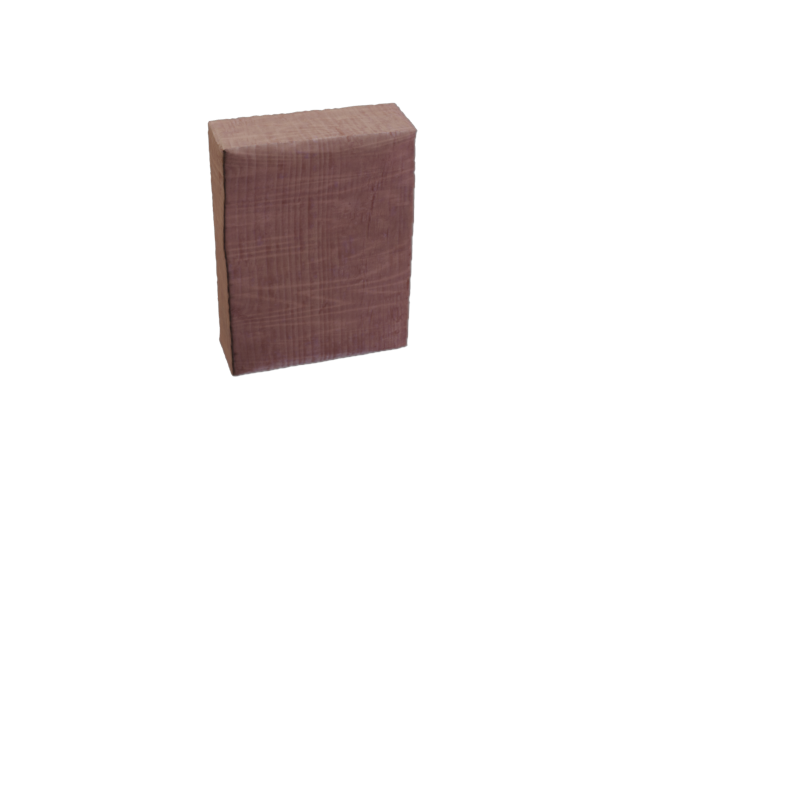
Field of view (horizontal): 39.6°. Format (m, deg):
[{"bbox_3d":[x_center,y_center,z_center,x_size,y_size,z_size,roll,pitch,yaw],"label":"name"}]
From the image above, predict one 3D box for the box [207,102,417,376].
[{"bbox_3d":[-0.074,-0.134,0.941,0.162,0.201,0.077,-8,32,-15],"label":"box"}]
